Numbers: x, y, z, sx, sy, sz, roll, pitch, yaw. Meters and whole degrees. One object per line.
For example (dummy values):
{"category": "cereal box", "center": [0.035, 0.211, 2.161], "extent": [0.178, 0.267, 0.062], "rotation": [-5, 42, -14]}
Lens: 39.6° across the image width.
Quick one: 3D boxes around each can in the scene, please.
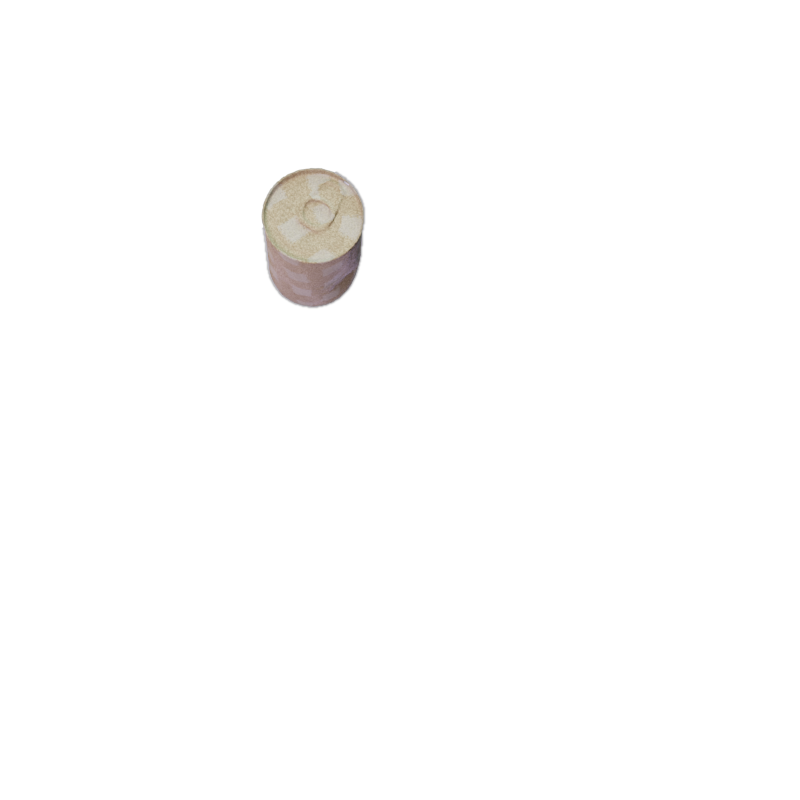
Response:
{"category": "can", "center": [-0.061, -0.111, 0.776], "extent": [0.068, 0.071, 0.098], "rotation": [0, -15, -3]}
